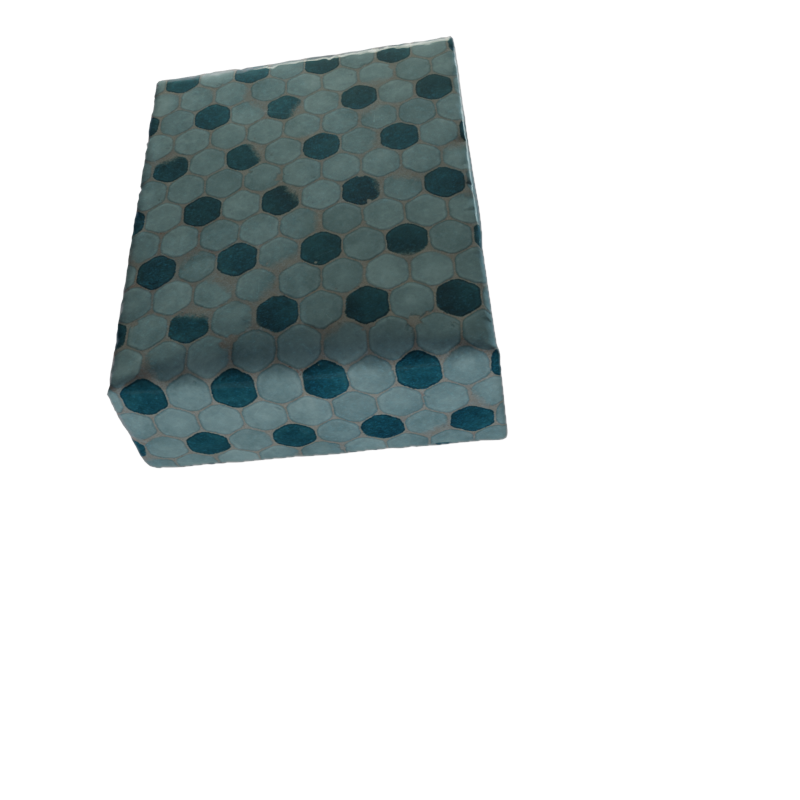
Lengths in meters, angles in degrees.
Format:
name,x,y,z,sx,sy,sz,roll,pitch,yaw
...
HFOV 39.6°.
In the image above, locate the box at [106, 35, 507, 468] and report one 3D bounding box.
name,x,y,z,sx,sy,sz,roll,pitch,yaw
box,-0.042,-0.077,0.541,0.165,0.230,0.066,-7,-41,6
